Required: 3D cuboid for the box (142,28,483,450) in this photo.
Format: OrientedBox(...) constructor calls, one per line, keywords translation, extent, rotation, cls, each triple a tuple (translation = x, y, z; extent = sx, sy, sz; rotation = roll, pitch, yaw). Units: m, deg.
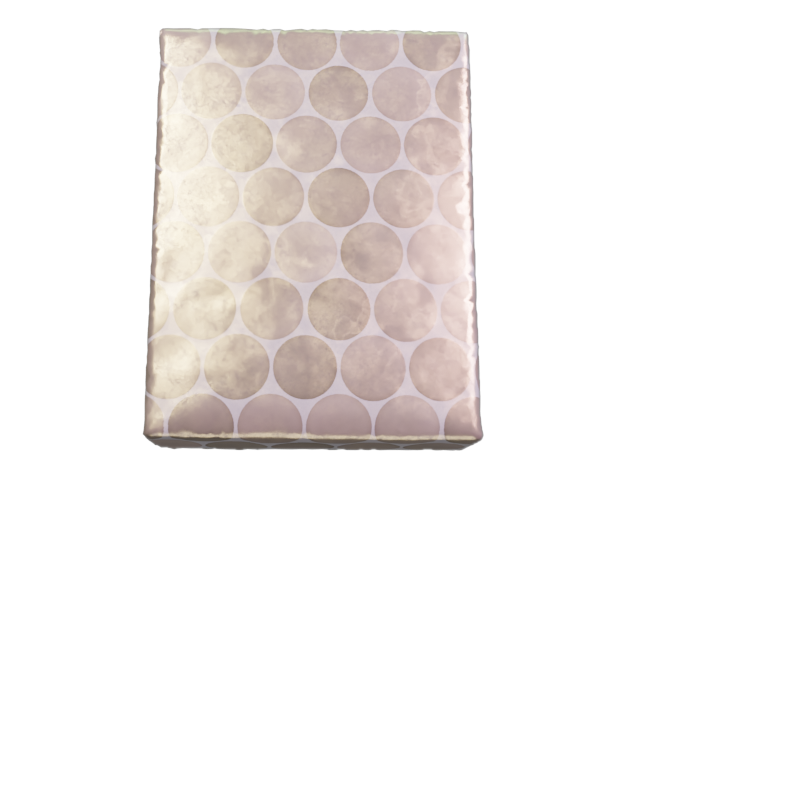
OrientedBox(translation=(-0.045, -0.083, 0.581), extent=(0.163, 0.222, 0.069), rotation=(0, -15, -3), cls="box")
